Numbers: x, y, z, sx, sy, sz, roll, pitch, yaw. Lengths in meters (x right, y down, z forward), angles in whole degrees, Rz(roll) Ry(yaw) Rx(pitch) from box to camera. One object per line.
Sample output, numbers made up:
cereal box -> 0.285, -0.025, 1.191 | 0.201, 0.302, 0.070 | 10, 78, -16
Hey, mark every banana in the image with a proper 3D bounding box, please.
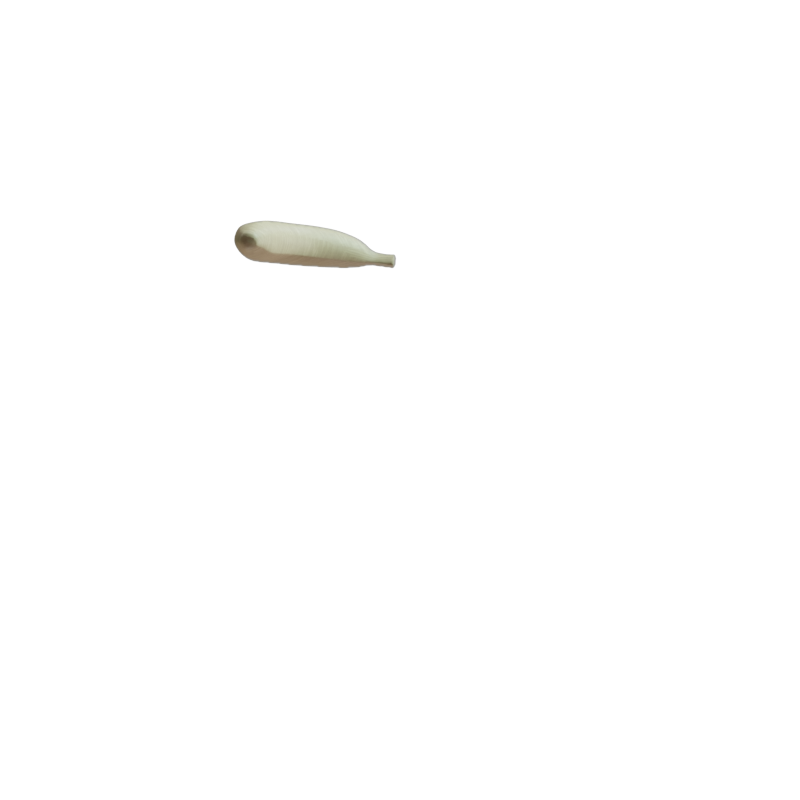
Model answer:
banana -> -0.087, -0.137, 0.968 | 0.072, 0.037, 0.190 | 1, 3, 39
